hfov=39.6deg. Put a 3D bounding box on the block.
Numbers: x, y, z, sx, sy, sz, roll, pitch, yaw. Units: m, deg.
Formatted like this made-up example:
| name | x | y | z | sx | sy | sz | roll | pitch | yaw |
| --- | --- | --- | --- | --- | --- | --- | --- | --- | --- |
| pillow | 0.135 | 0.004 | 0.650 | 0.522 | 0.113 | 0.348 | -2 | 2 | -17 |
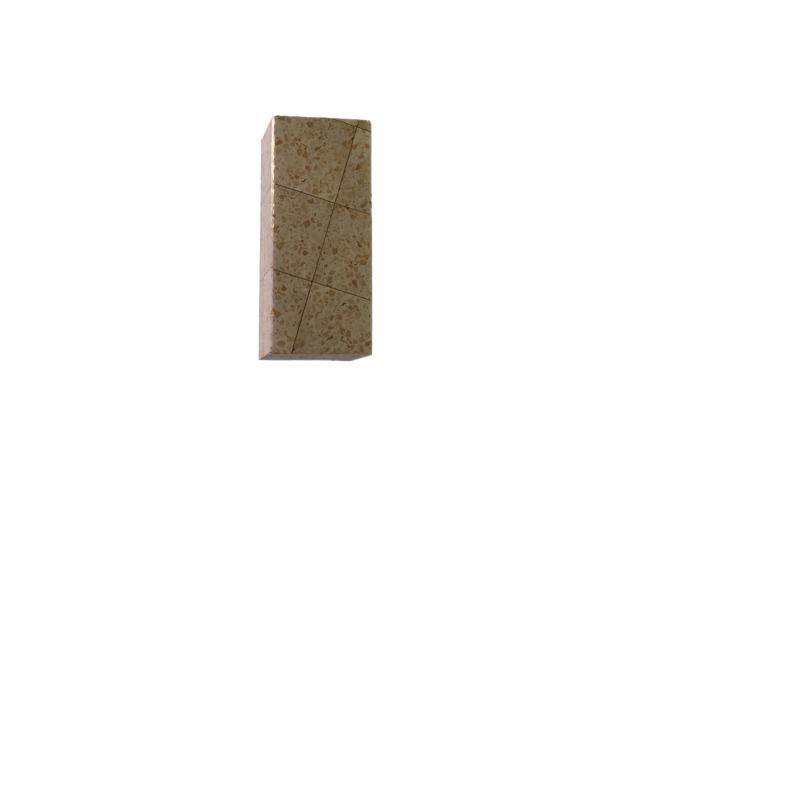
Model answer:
| name | x | y | z | sx | sy | sz | roll | pitch | yaw |
| --- | --- | --- | --- | --- | --- | --- | --- | --- | --- |
| block | -0.077 | -0.141 | 0.989 | 0.089 | 0.211 | 0.090 | 1 | -8 | -12 |
